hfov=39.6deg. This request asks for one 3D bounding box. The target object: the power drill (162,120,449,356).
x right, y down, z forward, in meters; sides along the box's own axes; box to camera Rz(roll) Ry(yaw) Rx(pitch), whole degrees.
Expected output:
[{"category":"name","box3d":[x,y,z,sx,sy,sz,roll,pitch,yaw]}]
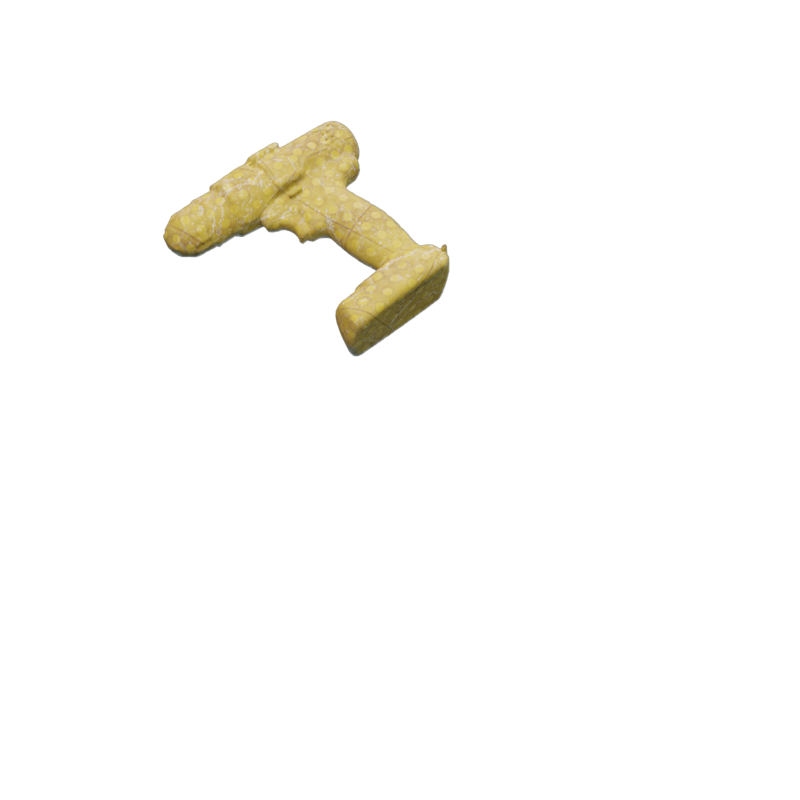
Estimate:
[{"category":"power drill","box3d":[-0.069,-0.125,0.877,0.185,0.199,0.054,-35,-25,-20]}]
